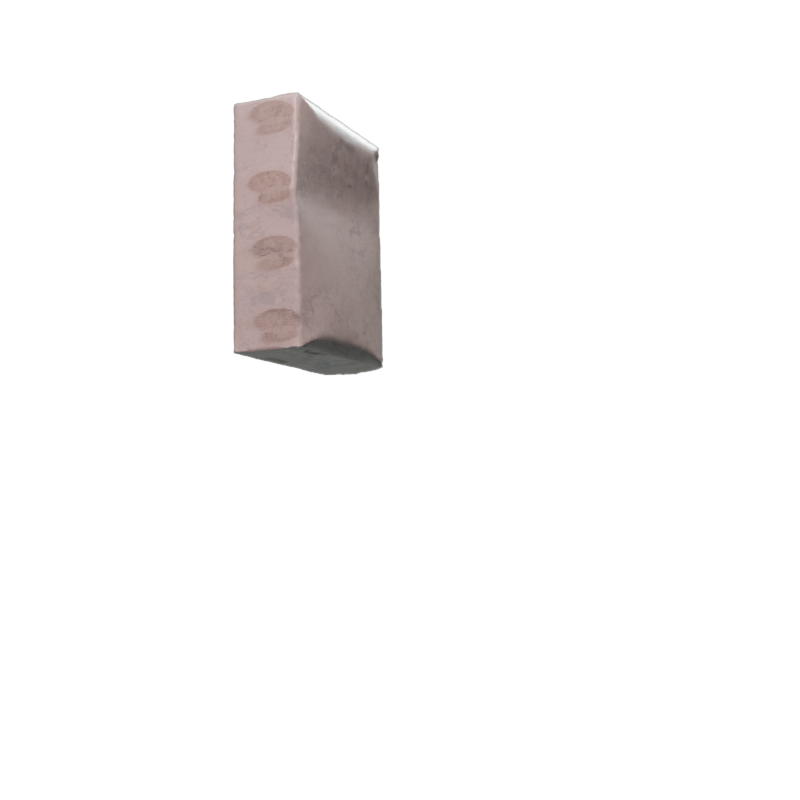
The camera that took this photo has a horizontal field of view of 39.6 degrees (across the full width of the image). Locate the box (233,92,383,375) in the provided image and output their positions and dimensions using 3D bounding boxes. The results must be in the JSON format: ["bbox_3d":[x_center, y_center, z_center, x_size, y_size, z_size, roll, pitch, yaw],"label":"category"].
[{"bbox_3d":[-0.075,-0.137,0.958,0.073,0.221,0.156,-7,-13,24],"label":"box"}]
